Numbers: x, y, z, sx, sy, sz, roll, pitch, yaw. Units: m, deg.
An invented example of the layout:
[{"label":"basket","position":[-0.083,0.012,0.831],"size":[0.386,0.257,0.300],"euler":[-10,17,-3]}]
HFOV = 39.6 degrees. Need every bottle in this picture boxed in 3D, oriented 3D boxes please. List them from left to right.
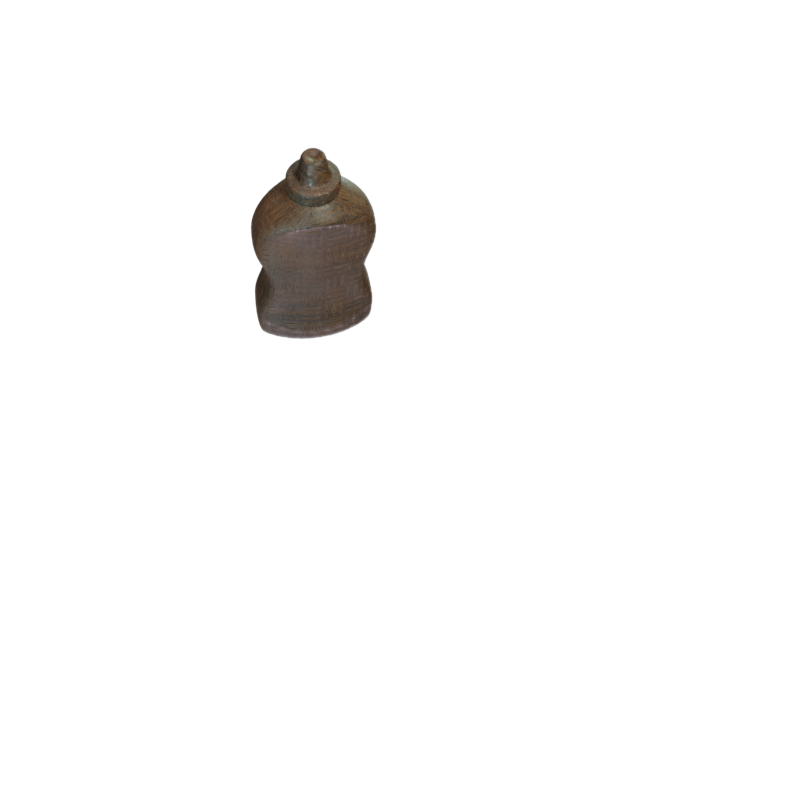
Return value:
[{"label":"bottle","position":[-0.068,-0.124,0.866],"size":[0.095,0.063,0.179],"euler":[-6,-33,-7]}]
